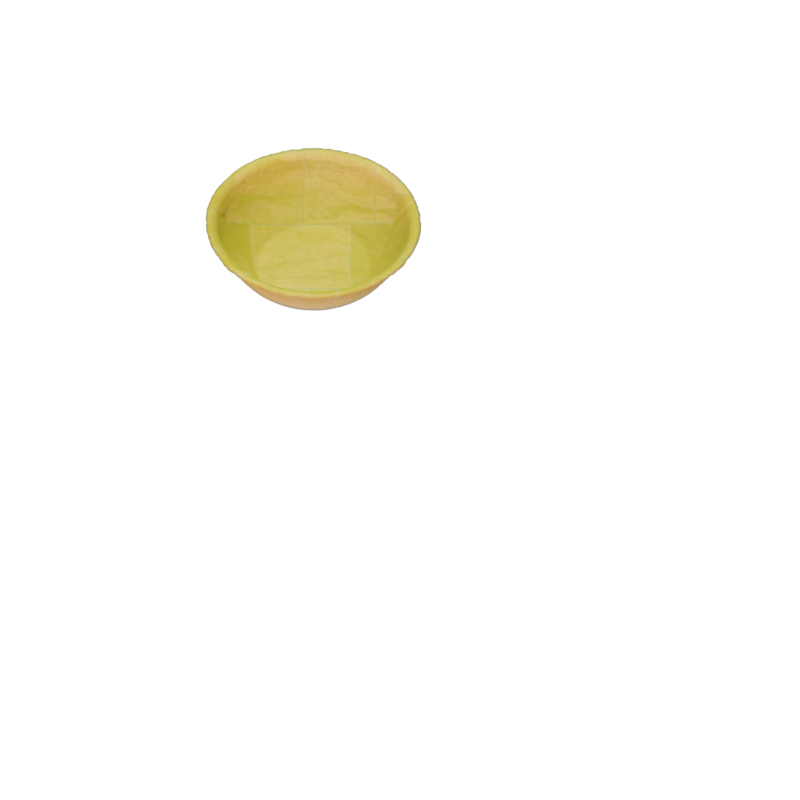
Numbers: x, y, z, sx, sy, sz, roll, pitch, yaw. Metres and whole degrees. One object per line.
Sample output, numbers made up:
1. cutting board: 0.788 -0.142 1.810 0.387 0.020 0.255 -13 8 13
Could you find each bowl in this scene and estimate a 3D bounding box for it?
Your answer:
1. bowl: -0.066 -0.121 0.848 0.162 0.174 0.051 -1 -41 -1
